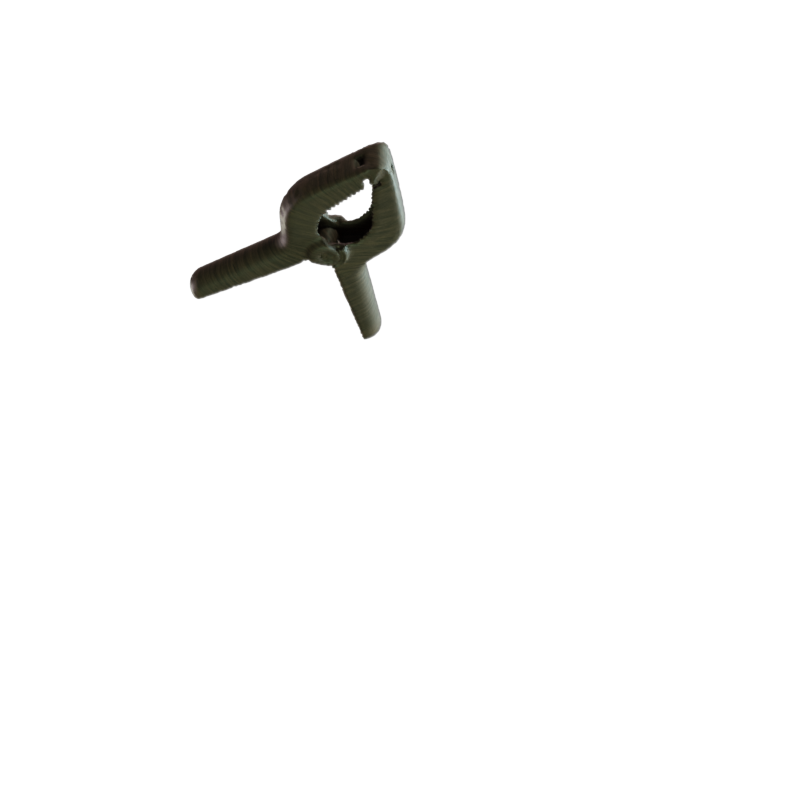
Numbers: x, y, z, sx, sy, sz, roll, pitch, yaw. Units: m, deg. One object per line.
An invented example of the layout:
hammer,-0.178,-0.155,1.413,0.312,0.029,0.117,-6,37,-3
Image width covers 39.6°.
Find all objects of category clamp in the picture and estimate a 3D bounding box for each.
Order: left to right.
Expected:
clamp,-0.066,-0.121,0.849,0.161,0.039,0.200,10,-35,-14
